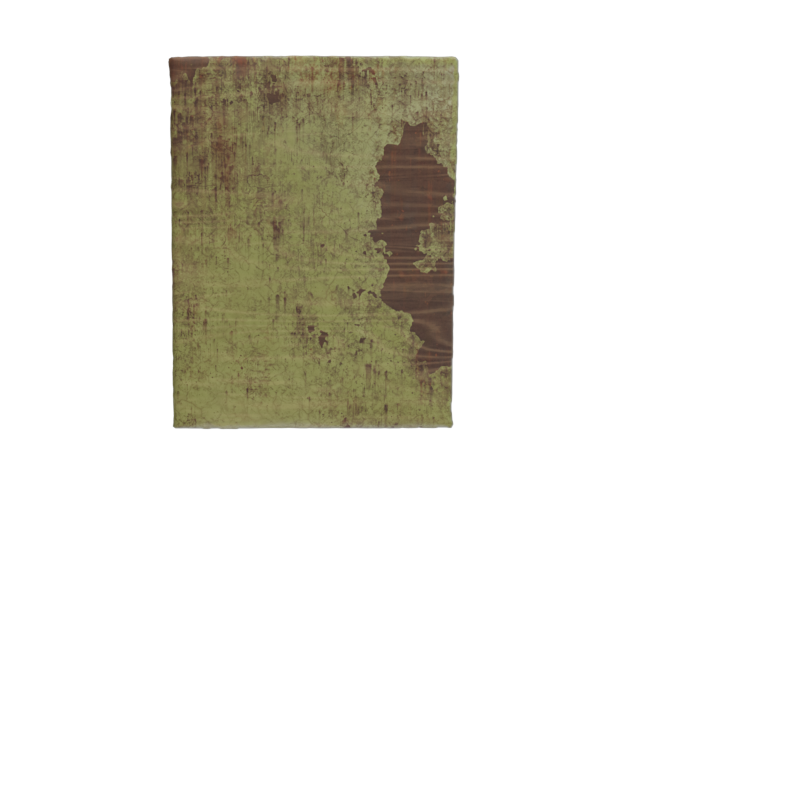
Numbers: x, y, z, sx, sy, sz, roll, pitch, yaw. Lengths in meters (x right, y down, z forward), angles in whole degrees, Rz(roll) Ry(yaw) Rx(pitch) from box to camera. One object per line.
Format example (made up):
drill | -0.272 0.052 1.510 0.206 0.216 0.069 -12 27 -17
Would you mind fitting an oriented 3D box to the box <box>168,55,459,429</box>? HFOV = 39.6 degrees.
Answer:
box | -0.051 -0.094 0.657 0.164 0.211 0.073 0 6 -2
